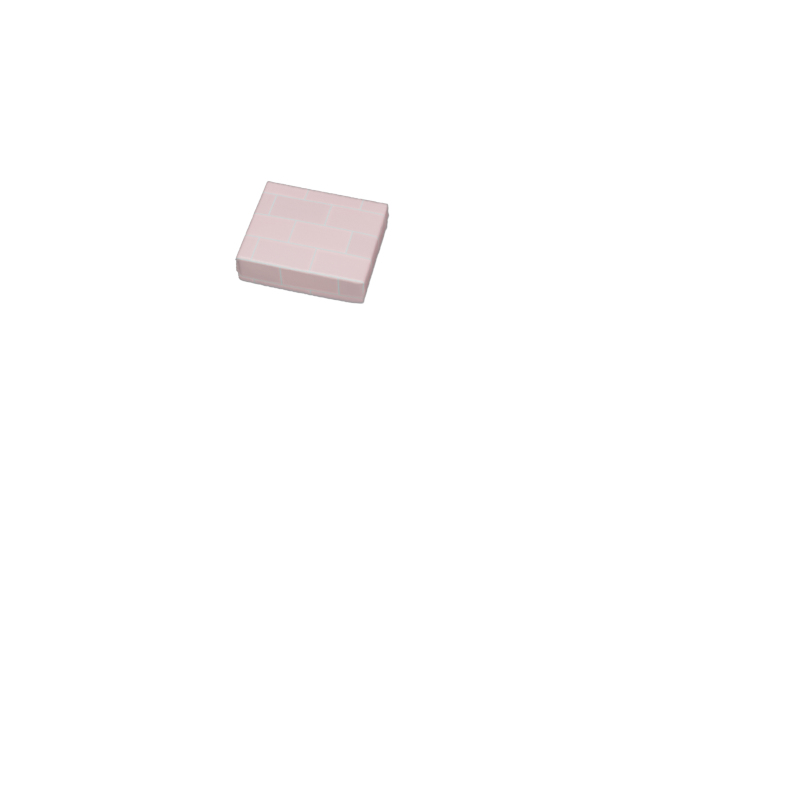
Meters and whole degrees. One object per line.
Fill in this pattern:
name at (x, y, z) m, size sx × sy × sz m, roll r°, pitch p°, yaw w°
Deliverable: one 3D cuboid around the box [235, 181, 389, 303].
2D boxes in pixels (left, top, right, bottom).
box at (-0.074, -0.135, 0.948) m, size 0.115 × 0.095 × 0.036 m, roll 12°, pitch -34°, yaw 8°
